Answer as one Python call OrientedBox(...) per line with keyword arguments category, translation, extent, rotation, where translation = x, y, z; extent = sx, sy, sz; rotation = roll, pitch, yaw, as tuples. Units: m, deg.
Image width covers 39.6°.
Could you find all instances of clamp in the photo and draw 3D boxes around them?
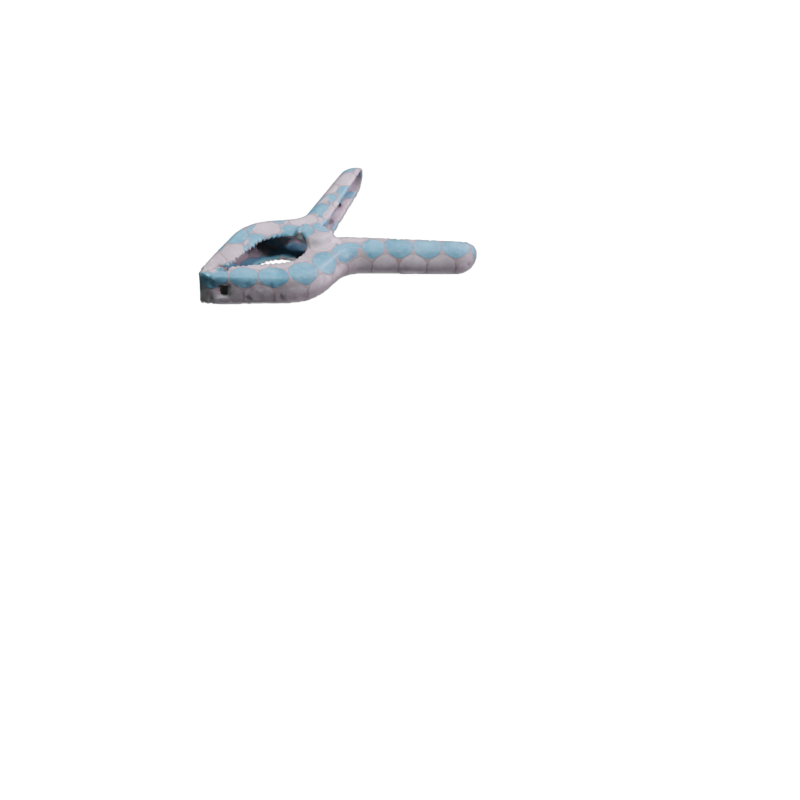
OrientedBox(category="clamp", translation=(-0.069, -0.126, 0.881), extent=(0.207, 0.034, 0.178), rotation=(-18, 40, -23))
